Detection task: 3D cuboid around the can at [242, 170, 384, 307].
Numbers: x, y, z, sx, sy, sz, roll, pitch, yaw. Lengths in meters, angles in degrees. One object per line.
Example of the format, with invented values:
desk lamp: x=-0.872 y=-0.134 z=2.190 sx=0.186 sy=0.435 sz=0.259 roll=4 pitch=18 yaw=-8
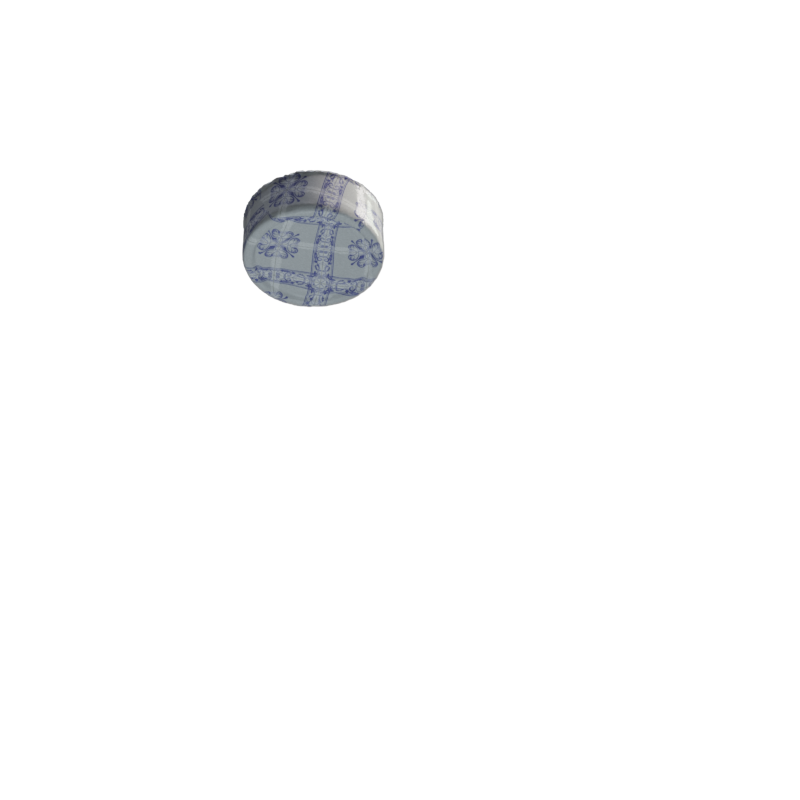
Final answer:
can: x=-0.052 y=-0.095 z=0.665 sx=0.086 sy=0.036 sz=0.080 roll=1 pitch=-41 yaw=-1
